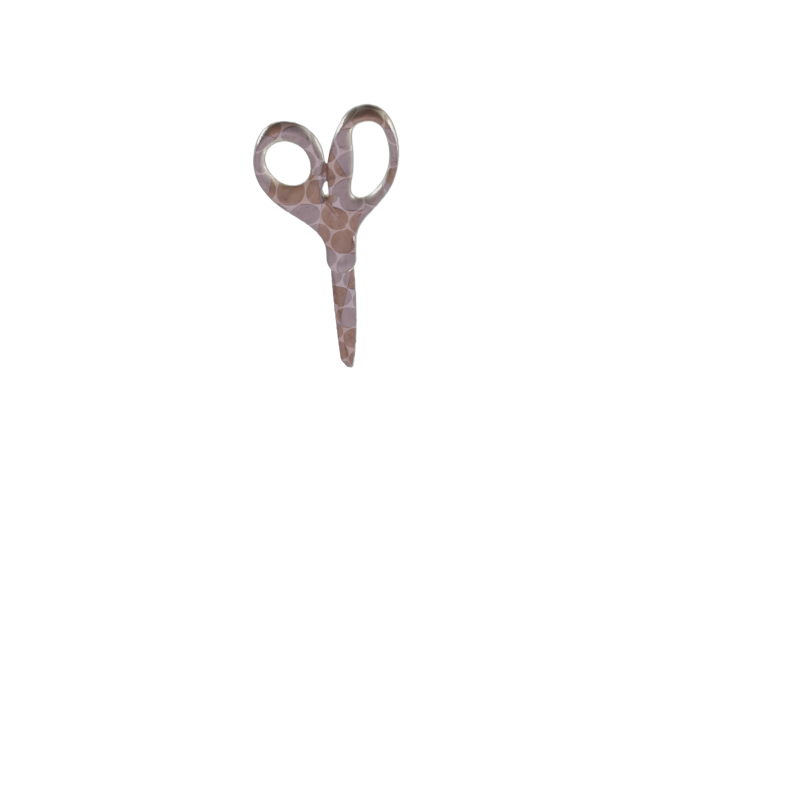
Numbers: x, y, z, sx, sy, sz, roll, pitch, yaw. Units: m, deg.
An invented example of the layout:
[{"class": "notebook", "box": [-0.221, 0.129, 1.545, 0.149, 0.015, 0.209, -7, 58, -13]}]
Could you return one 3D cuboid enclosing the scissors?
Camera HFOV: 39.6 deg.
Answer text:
[{"class": "scissors", "box": [-0.055, -0.100, 0.701, 0.095, 0.191, 0.017, 11, 39, -9]}]
